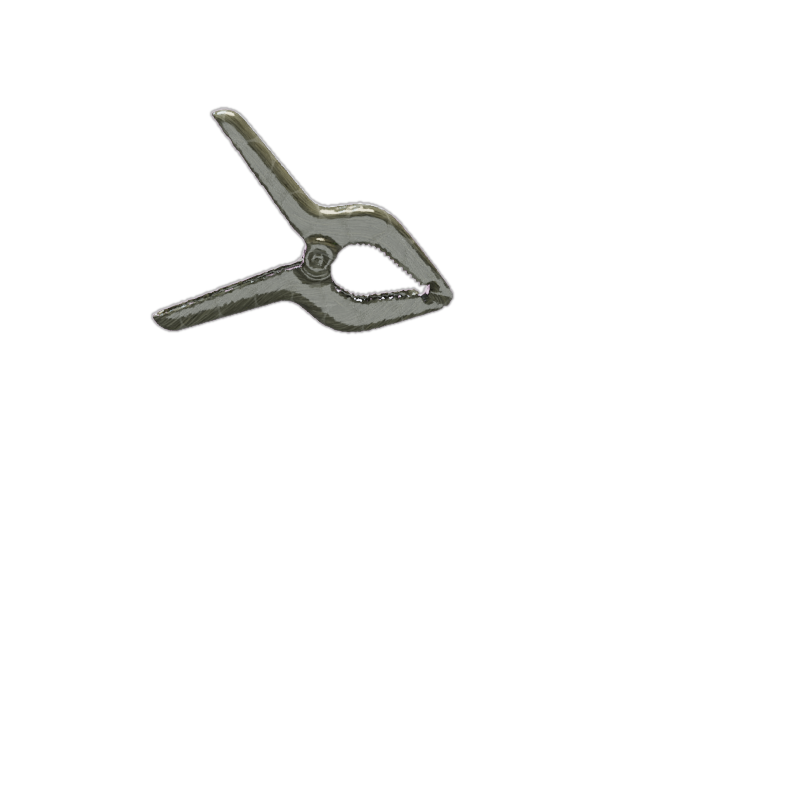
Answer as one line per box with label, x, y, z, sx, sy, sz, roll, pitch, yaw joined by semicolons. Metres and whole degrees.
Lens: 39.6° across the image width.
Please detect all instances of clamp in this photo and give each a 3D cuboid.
clamp;-0.062;-0.113;0.794;0.209;0.161;0.037;10;10;-2
